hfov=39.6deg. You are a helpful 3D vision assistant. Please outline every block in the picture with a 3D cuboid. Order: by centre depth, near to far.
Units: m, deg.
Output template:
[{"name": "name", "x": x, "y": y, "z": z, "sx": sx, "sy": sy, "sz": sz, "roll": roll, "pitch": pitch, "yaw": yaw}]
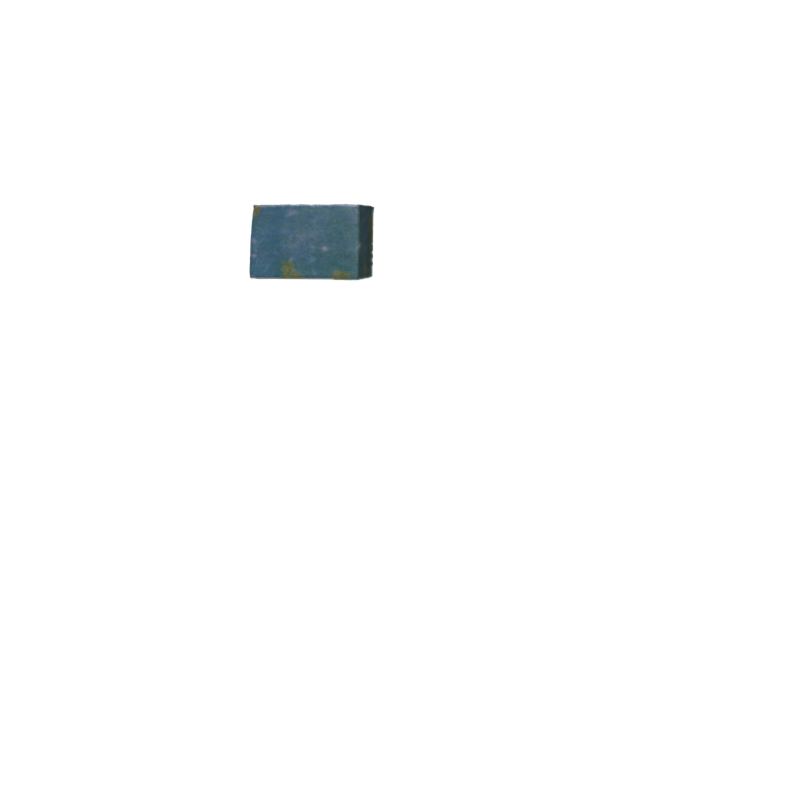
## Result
[{"name": "block", "x": -0.061, "y": -0.111, "z": 0.774, "sx": 0.079, "sy": 0.051, "sz": 0.052, "roll": 1, "pitch": 5, "yaw": 13}]
